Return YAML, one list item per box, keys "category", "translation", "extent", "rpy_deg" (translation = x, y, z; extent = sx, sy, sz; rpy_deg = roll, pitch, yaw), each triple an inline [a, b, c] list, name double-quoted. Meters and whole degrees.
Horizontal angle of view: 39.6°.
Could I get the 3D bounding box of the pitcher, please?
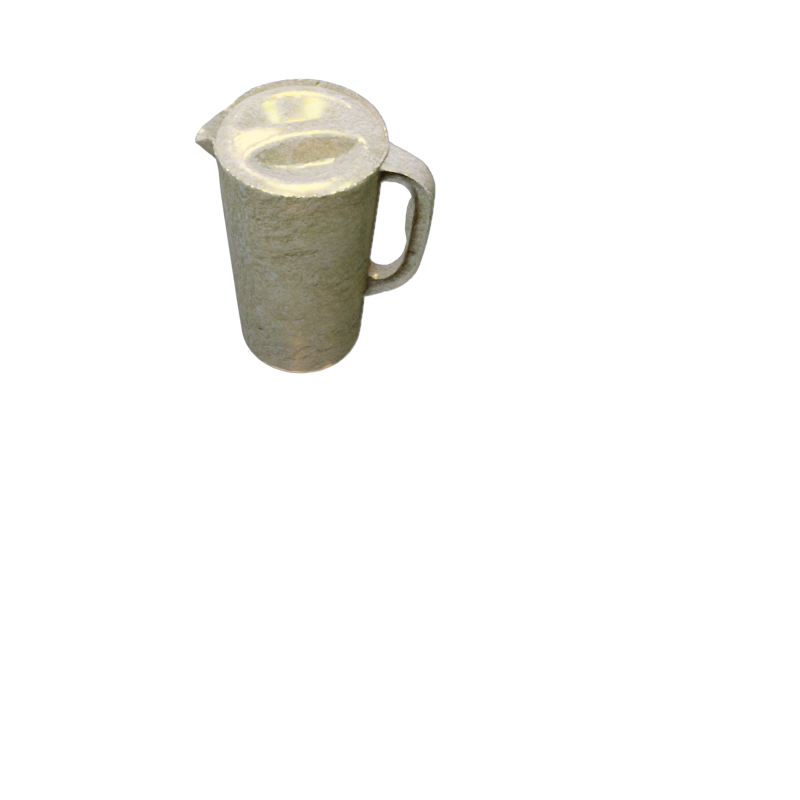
- category: "pitcher"
  translation: [-0.071, -0.130, 0.912]
  extent: [0.144, 0.160, 0.227]
  rpy_deg: [-26, -33, -22]
